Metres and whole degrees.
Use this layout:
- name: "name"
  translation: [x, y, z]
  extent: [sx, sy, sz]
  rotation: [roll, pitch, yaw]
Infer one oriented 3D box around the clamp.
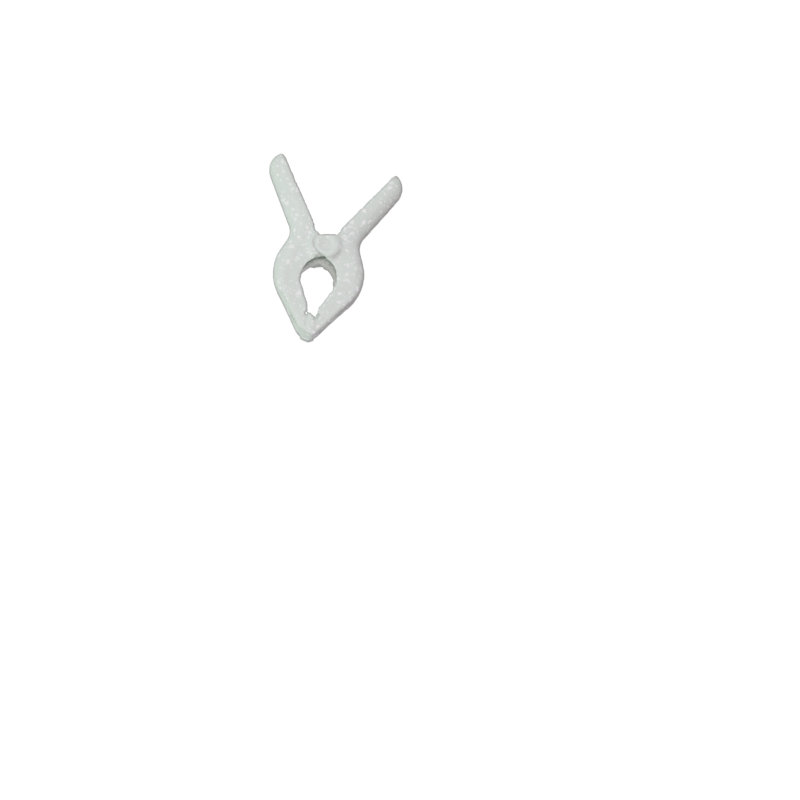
- name: "clamp"
  translation: [-0.076, -0.139, 0.974]
  extent: [0.122, 0.179, 0.037]
  rotation: [15, -24, 6]
